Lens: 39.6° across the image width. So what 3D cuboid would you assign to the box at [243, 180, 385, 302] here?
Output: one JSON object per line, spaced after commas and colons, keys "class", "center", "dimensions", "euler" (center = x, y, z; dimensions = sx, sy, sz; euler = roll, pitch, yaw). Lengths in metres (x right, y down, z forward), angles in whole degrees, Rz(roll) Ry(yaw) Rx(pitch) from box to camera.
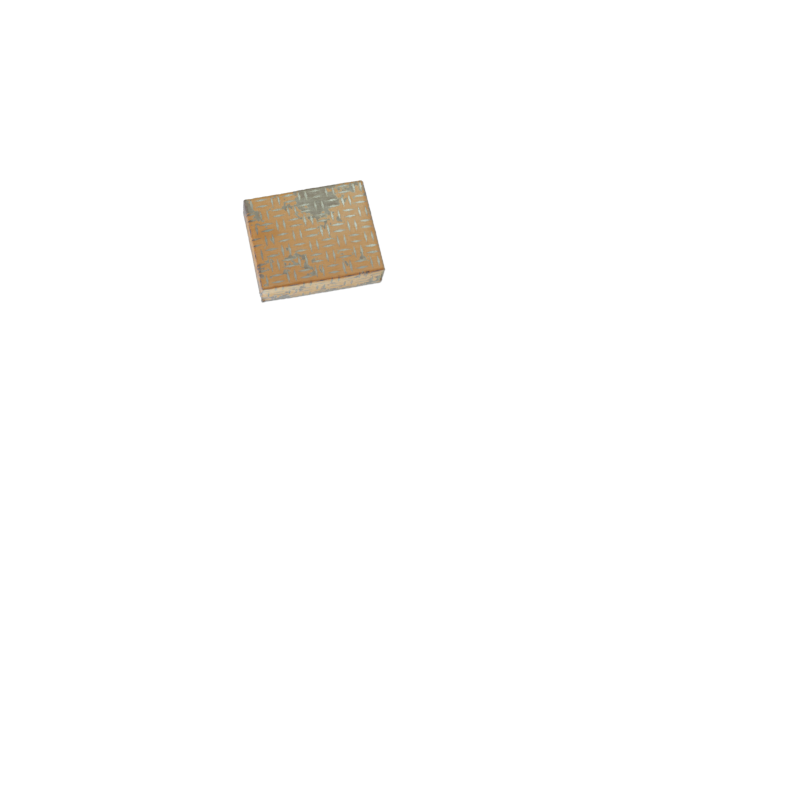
{"class": "box", "center": [-0.077, -0.141, 0.989], "dimensions": [0.113, 0.095, 0.037], "euler": [-12, -23, -5]}
